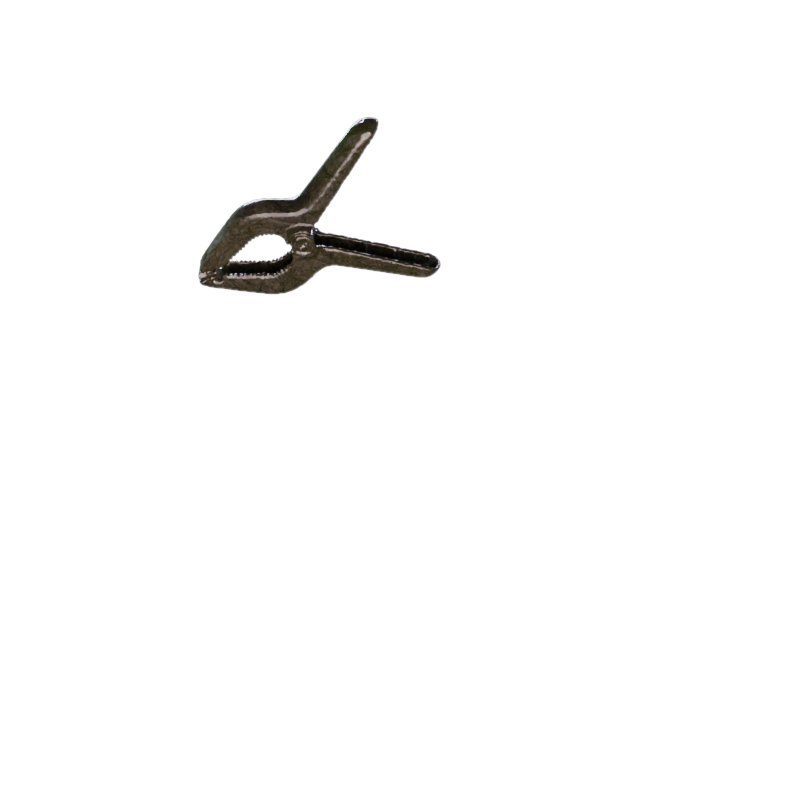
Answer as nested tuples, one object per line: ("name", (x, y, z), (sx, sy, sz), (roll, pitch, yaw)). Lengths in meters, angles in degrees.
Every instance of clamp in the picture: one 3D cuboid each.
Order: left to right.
("clamp", (-0.077, -0.140, 0.980), (0.210, 0.154, 0.039), (-25, 30, 15))
